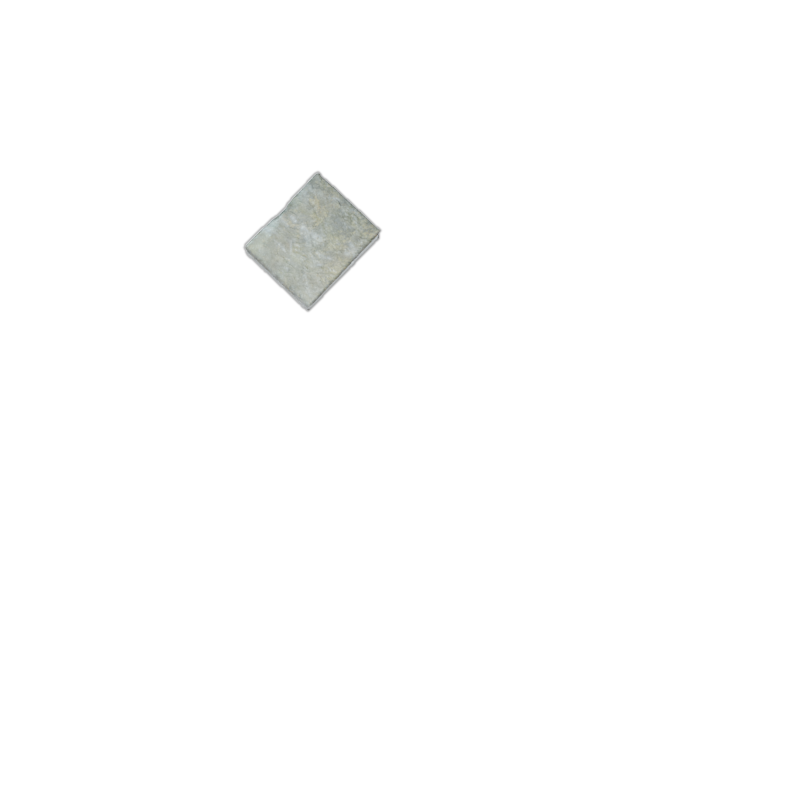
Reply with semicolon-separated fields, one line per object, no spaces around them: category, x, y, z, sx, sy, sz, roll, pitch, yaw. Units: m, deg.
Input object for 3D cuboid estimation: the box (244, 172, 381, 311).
box;-0.071;-0.130;0.909;0.075;0.090;0.029;43;-8;7
